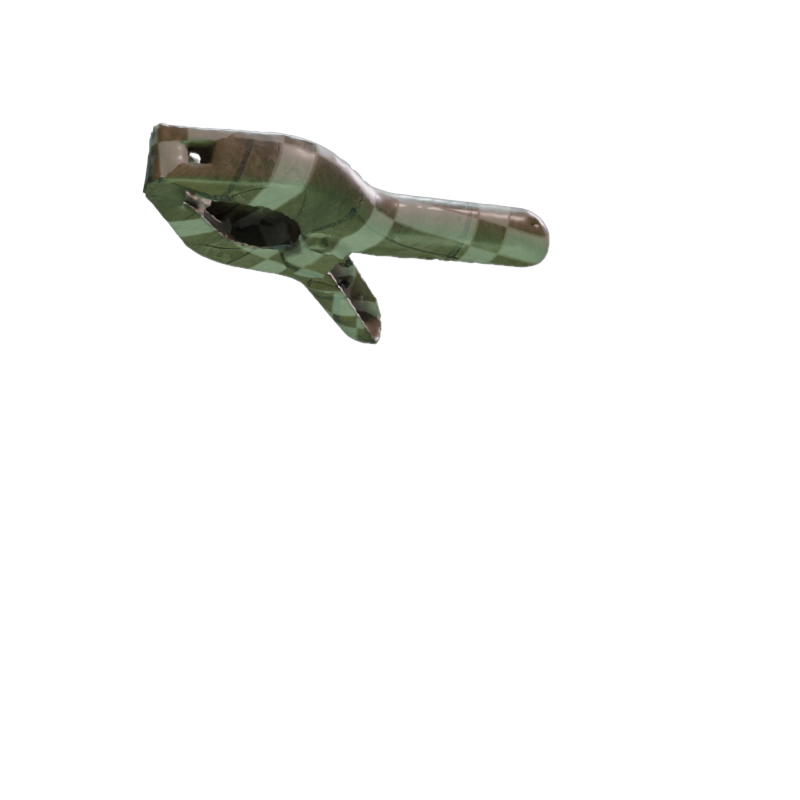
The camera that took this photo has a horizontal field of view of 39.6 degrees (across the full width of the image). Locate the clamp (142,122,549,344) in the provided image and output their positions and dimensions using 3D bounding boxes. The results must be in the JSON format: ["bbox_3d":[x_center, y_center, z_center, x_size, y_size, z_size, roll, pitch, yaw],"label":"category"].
[{"bbox_3d":[-0.037,-0.067,0.473,0.164,0.042,0.118,17,-36,-26],"label":"clamp"}]
